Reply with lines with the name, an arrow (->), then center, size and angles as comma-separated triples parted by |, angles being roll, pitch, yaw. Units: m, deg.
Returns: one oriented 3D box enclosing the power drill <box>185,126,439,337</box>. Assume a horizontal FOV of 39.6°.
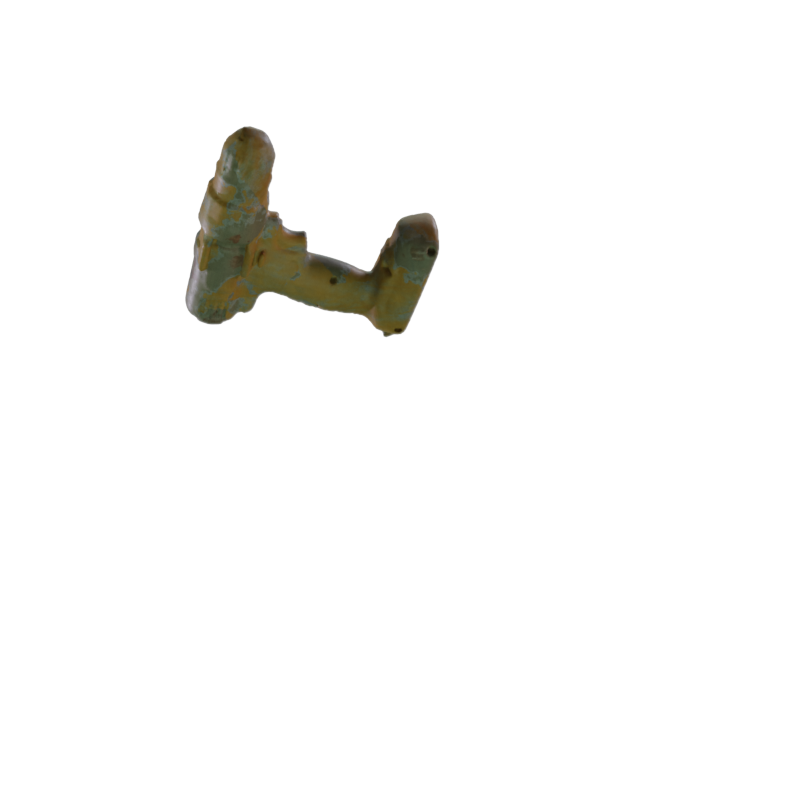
power drill -> -0.069, -0.126, 0.882 | 0.184, 0.062, 0.175 | 11, -47, -11
